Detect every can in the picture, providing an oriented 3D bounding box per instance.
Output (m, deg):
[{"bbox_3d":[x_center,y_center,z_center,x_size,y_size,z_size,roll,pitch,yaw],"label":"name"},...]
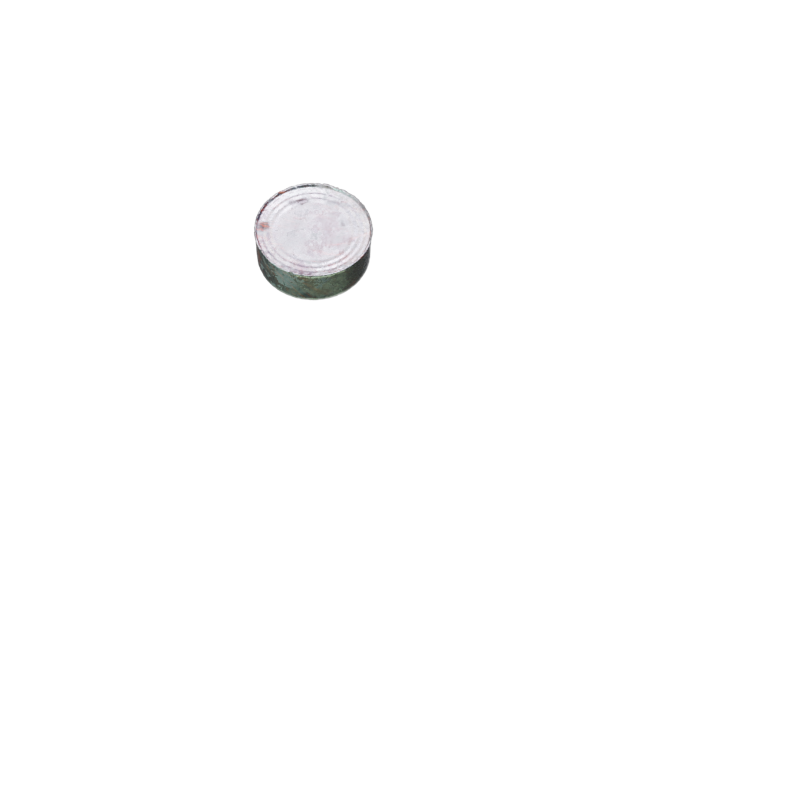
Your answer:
[{"bbox_3d":[-0.063,-0.116,0.811,0.086,0.092,0.031,-1,-35,-1],"label":"can"}]
